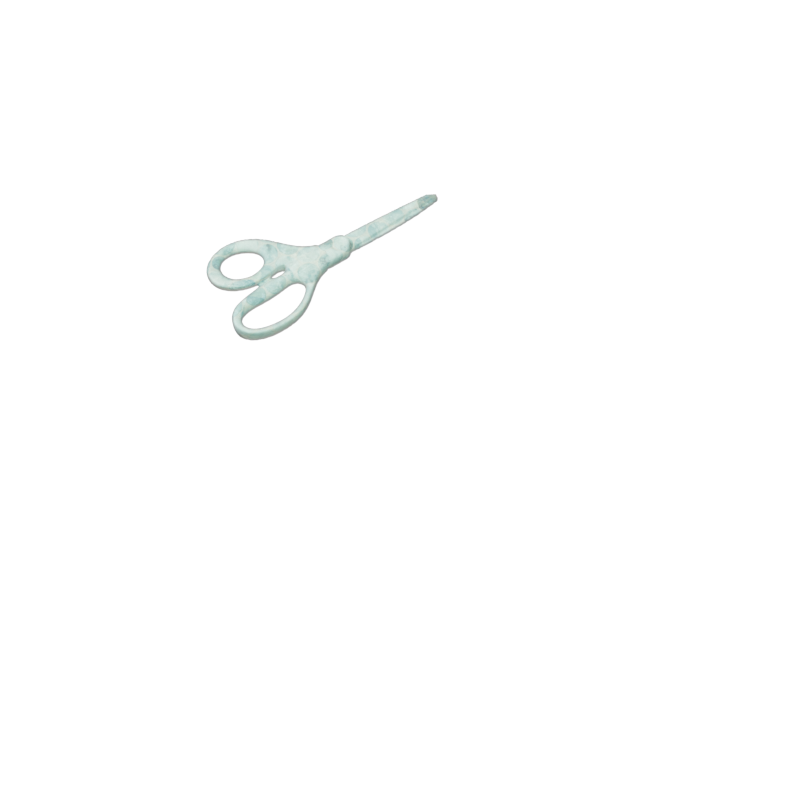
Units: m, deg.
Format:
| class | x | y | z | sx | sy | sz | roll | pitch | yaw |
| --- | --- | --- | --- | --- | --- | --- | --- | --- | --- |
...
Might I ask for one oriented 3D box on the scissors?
| class | x | y | z | sx | sy | sz | roll | pitch | yaw |
| --- | --- | --- | --- | --- | --- | --- | --- | --- | --- |
| scissors | -0.068 | -0.125 | 0.873 | 0.101 | 0.205 | 0.015 | 33 | -29 | 21 |
